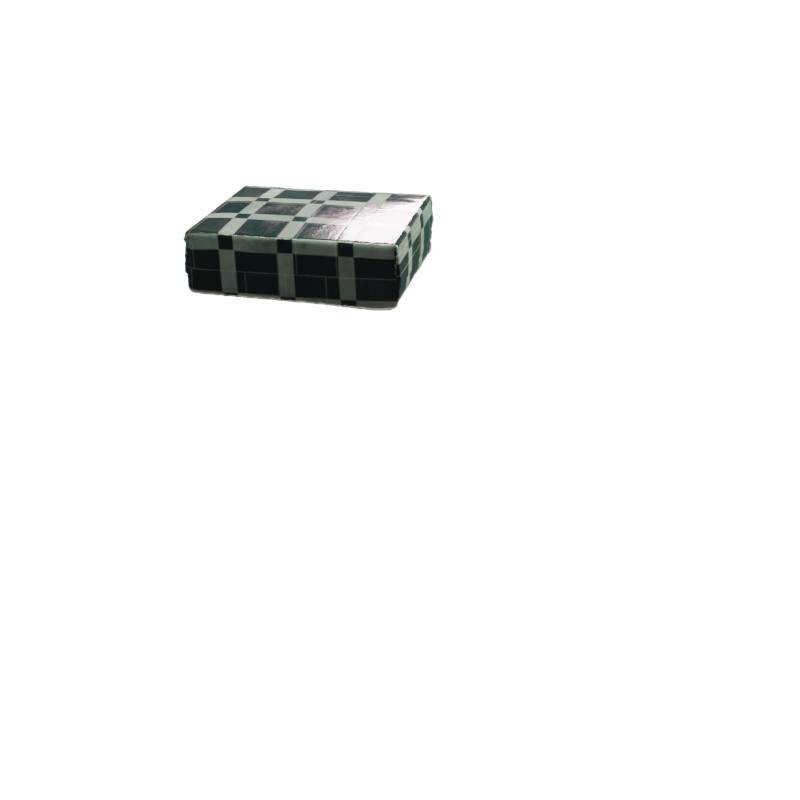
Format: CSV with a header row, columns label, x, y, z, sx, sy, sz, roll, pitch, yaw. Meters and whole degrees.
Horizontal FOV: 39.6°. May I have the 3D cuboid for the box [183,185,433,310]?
label,x,y,z,sx,sy,sz,roll,pitch,yaw
box,-0.046,-0.084,0.588,0.116,0.037,0.092,7,27,13
